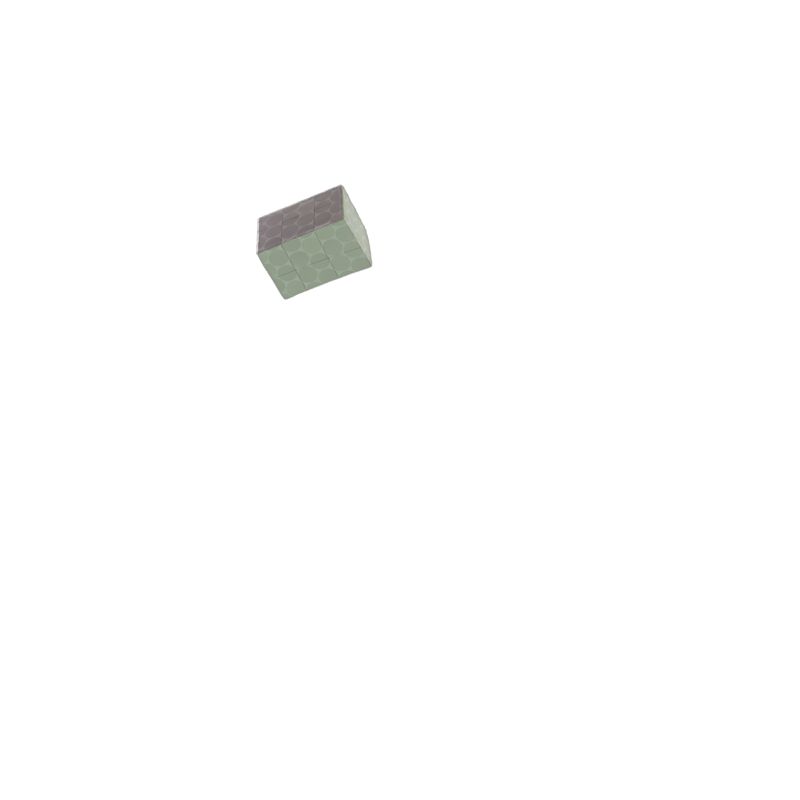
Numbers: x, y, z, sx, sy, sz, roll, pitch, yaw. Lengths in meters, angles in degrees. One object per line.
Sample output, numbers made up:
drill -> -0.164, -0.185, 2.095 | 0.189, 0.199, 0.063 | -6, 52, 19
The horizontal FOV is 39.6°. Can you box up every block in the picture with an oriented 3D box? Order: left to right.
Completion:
block -> -0.068, -0.125, 0.875 | 0.078, 0.049, 0.055 | -19, 37, 13
